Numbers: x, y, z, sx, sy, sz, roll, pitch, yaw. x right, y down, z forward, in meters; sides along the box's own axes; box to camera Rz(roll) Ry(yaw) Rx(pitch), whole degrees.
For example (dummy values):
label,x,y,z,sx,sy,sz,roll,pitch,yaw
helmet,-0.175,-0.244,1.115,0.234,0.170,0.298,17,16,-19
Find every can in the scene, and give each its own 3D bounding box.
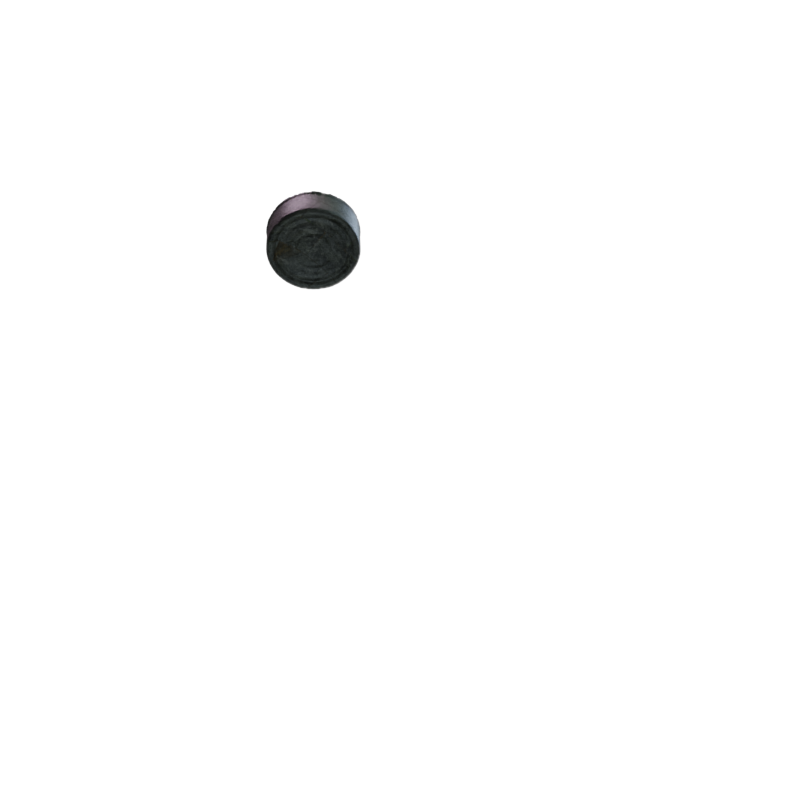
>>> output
label,x,y,z,sx,sy,sz,roll,pitch,yaw
can,-0.078,-0.142,0.998,0.086,0.080,0.036,1,35,-1
